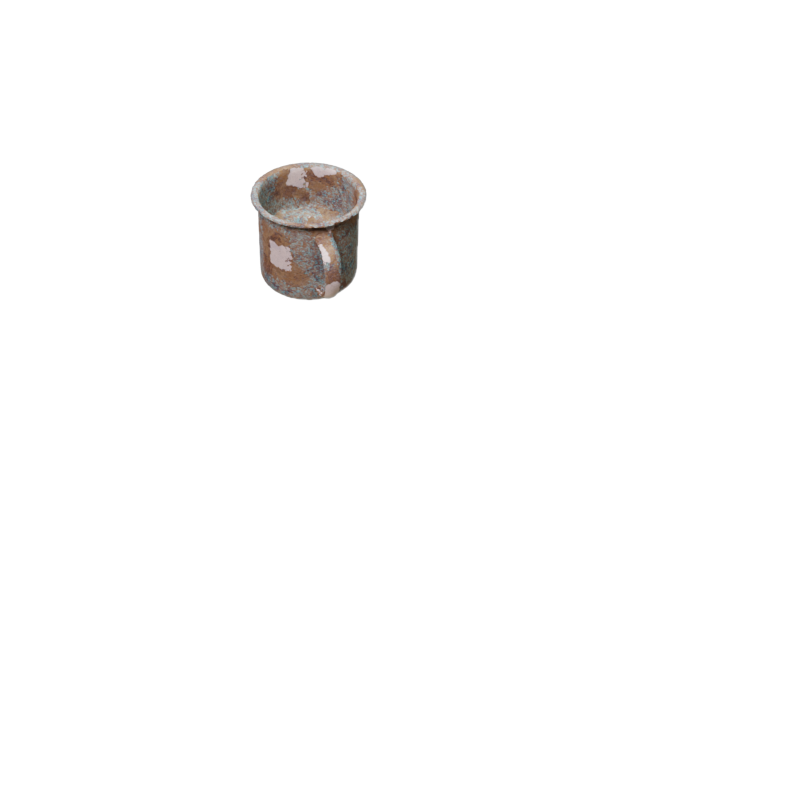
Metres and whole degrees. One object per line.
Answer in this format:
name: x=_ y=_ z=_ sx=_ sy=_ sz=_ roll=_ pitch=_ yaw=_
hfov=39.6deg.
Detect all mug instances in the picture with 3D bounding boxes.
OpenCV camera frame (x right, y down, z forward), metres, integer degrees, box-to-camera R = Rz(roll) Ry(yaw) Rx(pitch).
mug: x=-0.071 y=-0.129 z=0.902 sx=0.092 sy=0.076 sz=0.127 roll=-13 pitch=42 yaw=-17
